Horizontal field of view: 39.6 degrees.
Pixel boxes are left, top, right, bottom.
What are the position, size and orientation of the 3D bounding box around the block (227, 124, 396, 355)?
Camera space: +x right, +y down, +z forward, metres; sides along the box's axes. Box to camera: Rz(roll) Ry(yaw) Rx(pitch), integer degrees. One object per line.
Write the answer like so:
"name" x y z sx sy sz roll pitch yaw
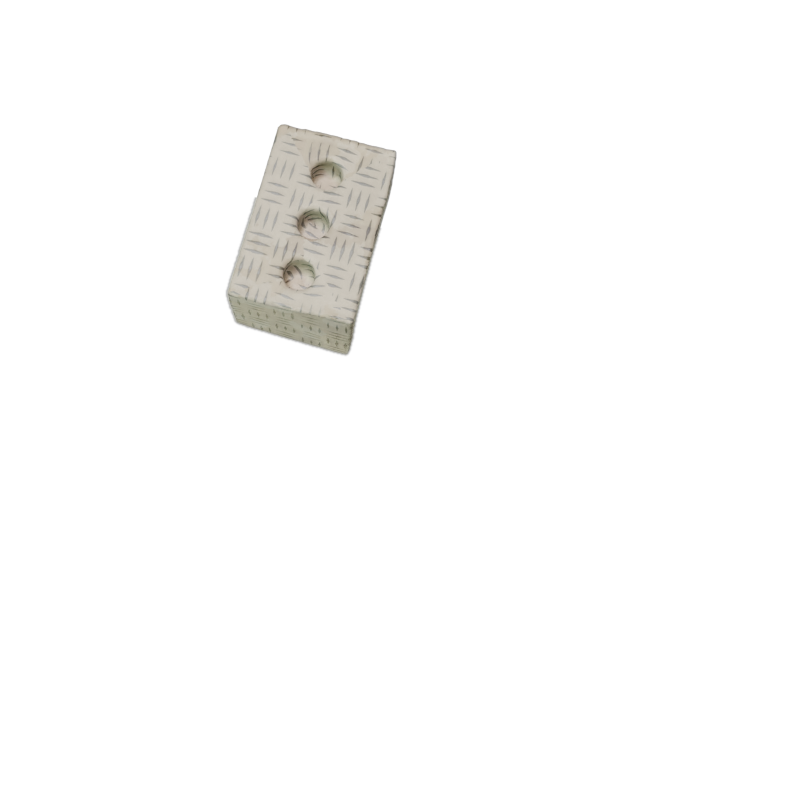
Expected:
"block" -0.037 -0.067 0.469 0.053 0.080 0.049 13 -15 1
